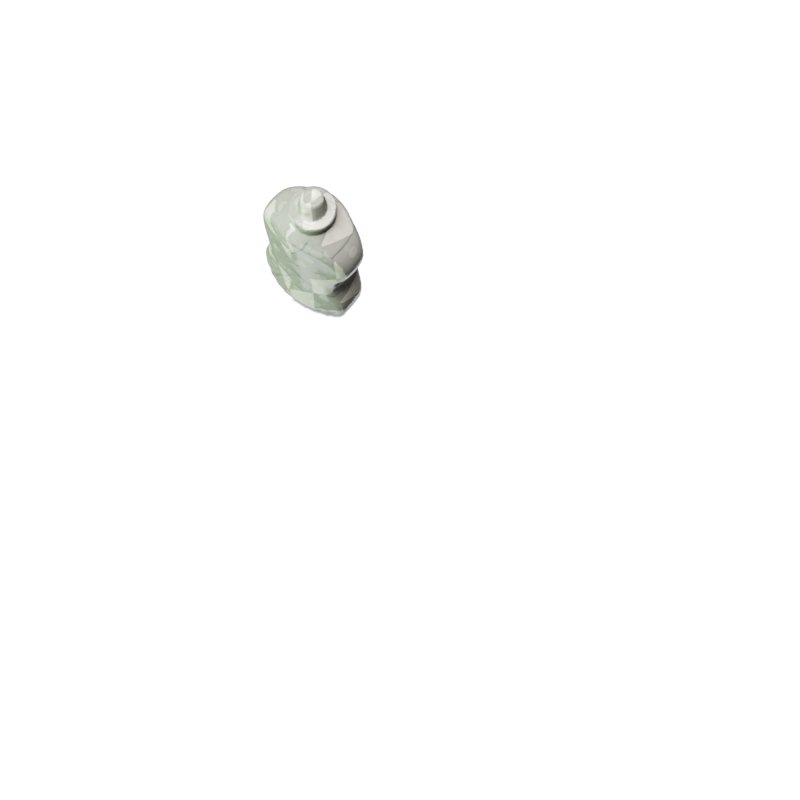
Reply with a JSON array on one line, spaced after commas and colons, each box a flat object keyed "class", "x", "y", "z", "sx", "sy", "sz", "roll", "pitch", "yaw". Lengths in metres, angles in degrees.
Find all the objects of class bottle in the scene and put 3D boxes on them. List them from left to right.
[{"class": "bottle", "x": -0.078, "y": -0.141, "z": 0.989, "sx": 0.099, "sy": 0.059, "sz": 0.184, "roll": 40, "pitch": -15, "yaw": 8}]
